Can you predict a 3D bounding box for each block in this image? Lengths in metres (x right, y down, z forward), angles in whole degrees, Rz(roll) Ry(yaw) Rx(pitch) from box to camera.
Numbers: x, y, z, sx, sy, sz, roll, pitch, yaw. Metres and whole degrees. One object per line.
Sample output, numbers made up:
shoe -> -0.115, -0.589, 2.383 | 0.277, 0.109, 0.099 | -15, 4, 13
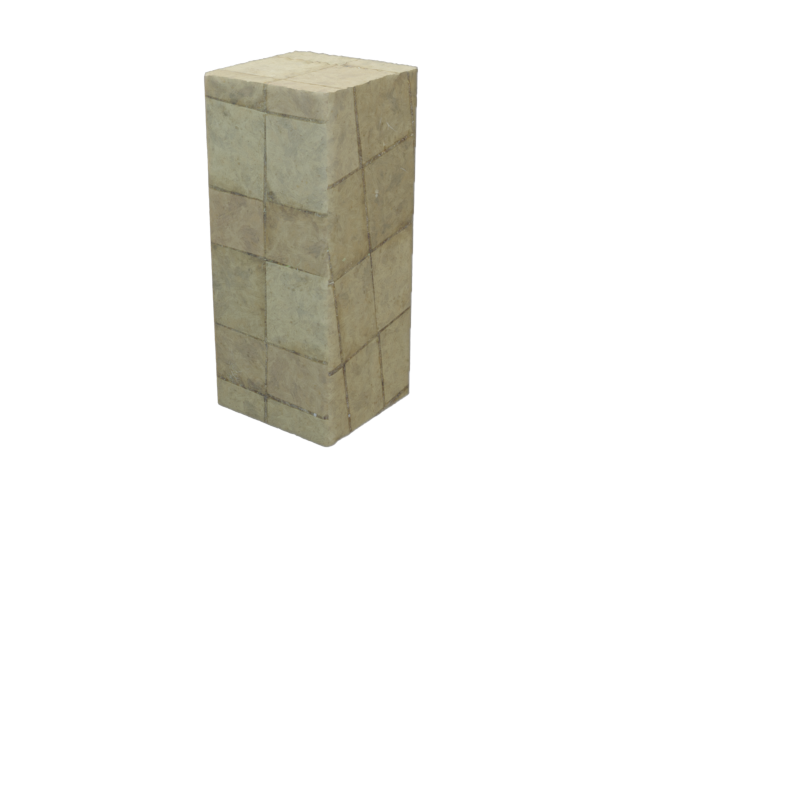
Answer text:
block -> -0.052, -0.093, 0.653 | 0.096, 0.196, 0.090 | 16, 27, 32
